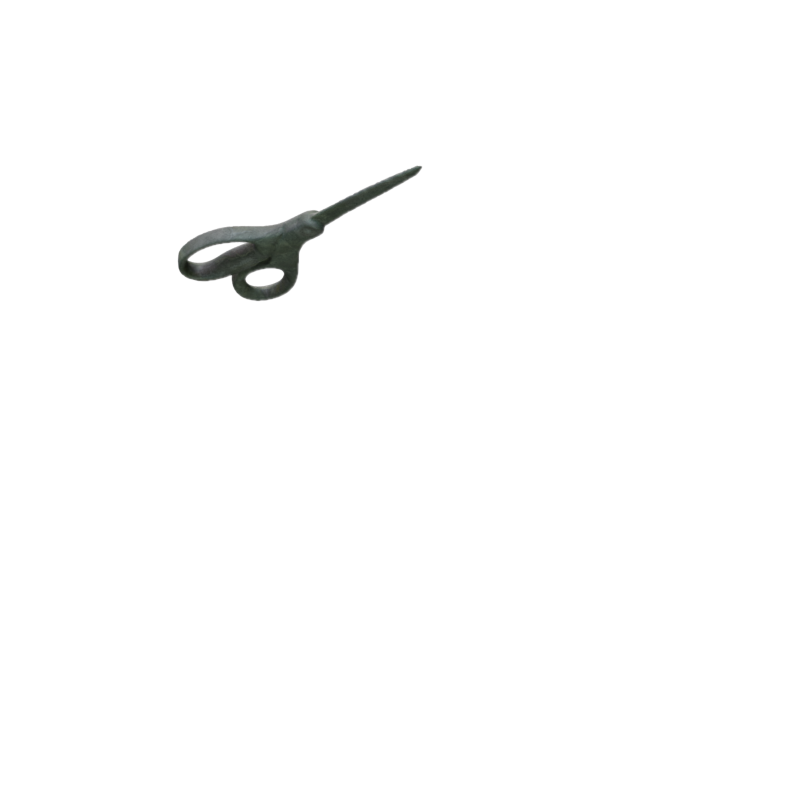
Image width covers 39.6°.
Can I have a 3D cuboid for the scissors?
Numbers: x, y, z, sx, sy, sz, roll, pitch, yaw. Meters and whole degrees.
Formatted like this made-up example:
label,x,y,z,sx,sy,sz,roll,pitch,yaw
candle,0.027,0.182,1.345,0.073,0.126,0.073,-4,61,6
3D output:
label,x,y,z,sx,sy,sz,roll,pitch,yaw
scissors,-0.061,-0.111,0.778,0.204,0.017,0.089,-12,-29,22
